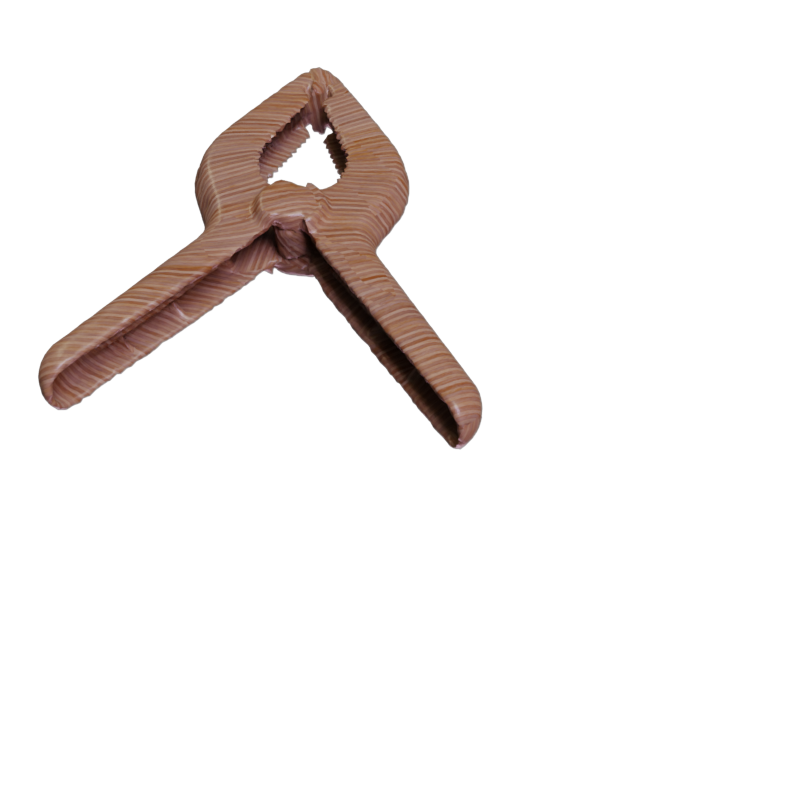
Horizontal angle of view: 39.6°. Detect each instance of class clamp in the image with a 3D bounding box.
[{"bbox_3d":[-0.037,-0.067,0.468,0.167,0.222,0.034,9,-41,8],"label":"clamp"}]
